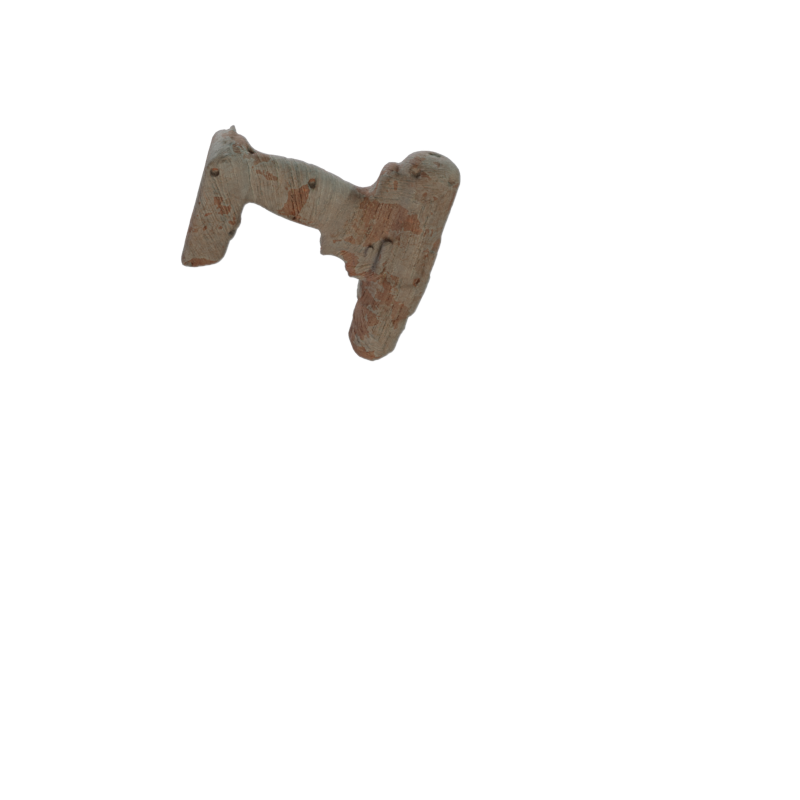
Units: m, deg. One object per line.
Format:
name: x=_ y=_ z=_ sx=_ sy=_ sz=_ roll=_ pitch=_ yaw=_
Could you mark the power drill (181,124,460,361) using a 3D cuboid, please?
power drill: x=-0.065 y=-0.119 z=0.833 sx=0.185 sy=0.175 sz=0.061 roll=13 pitch=33 yaw=-9
